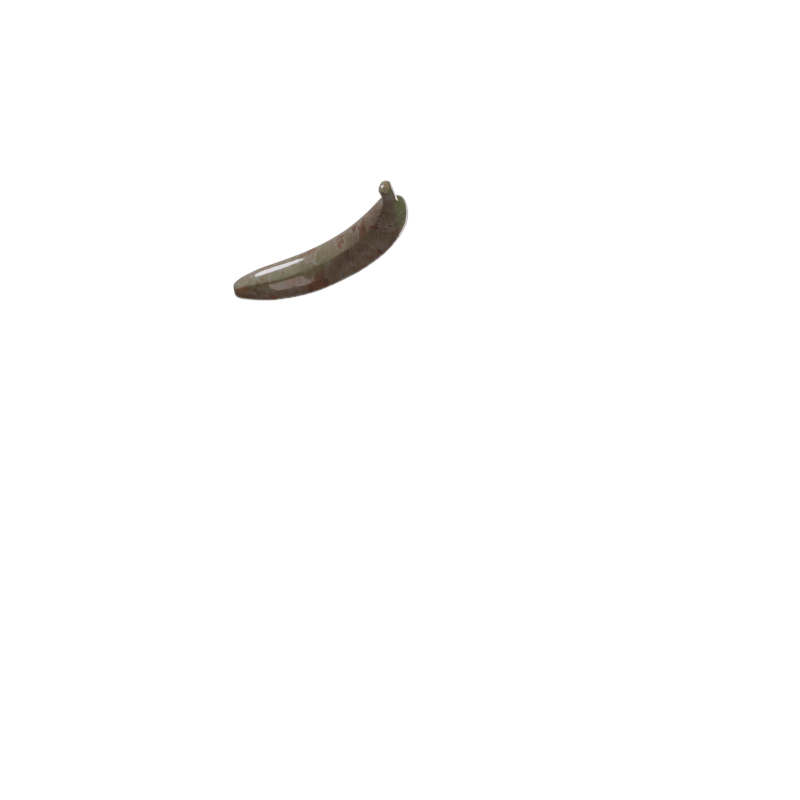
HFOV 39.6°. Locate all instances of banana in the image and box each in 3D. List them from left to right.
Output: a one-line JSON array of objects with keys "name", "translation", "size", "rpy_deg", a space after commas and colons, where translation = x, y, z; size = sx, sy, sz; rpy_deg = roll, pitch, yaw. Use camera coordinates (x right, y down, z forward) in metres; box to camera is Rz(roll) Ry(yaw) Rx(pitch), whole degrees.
[{"name": "banana", "translation": [-0.059, -0.130, 0.957], "size": [0.197, 0.039, 0.065], "rpy_deg": [-30, -45, 34]}]
